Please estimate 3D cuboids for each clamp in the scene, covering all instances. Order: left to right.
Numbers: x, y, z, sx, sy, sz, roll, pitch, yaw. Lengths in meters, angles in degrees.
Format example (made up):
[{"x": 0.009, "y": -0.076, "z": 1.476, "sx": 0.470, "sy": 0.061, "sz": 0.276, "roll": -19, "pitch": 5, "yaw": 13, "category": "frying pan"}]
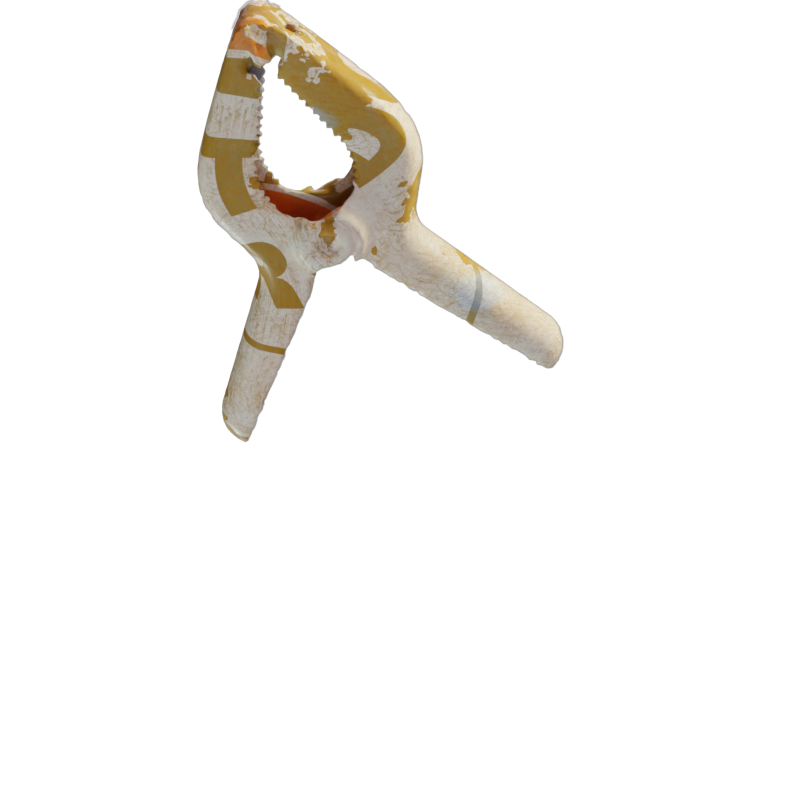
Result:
[{"x": -0.038, "y": -0.069, "z": 0.483, "sx": 0.165, "sy": 0.196, "sz": 0.039, "roll": -21, "pitch": 32, "yaw": 13, "category": "clamp"}]
